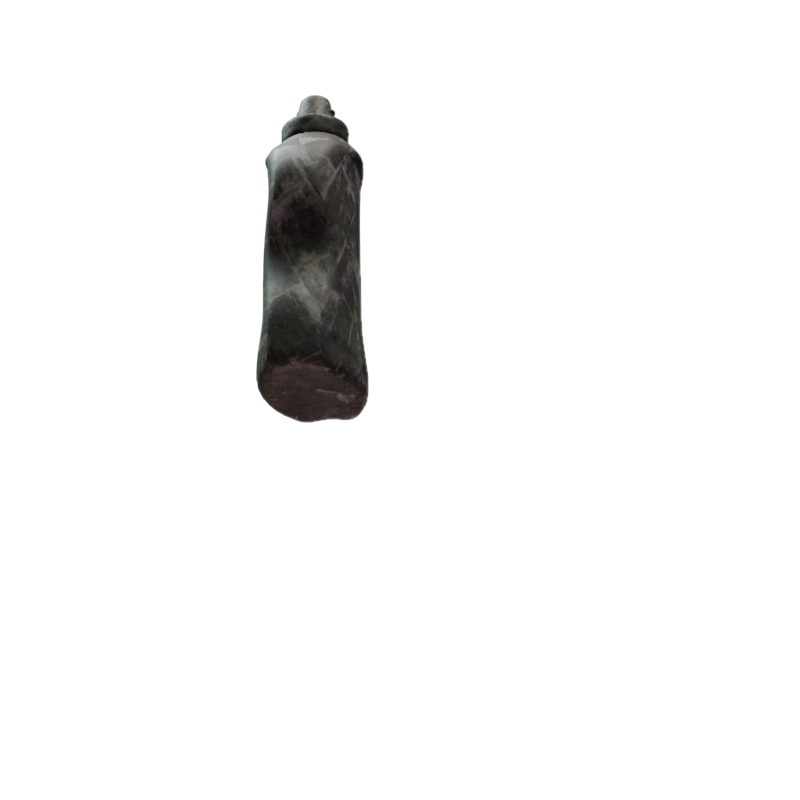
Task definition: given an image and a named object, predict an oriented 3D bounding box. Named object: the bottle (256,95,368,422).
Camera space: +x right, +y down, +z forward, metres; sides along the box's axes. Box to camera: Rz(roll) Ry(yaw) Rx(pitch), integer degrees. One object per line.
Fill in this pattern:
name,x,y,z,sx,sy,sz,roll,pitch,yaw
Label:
bottle,-0.049,-0.091,0.638,0.059,0.203,0.090,-6,-25,10
